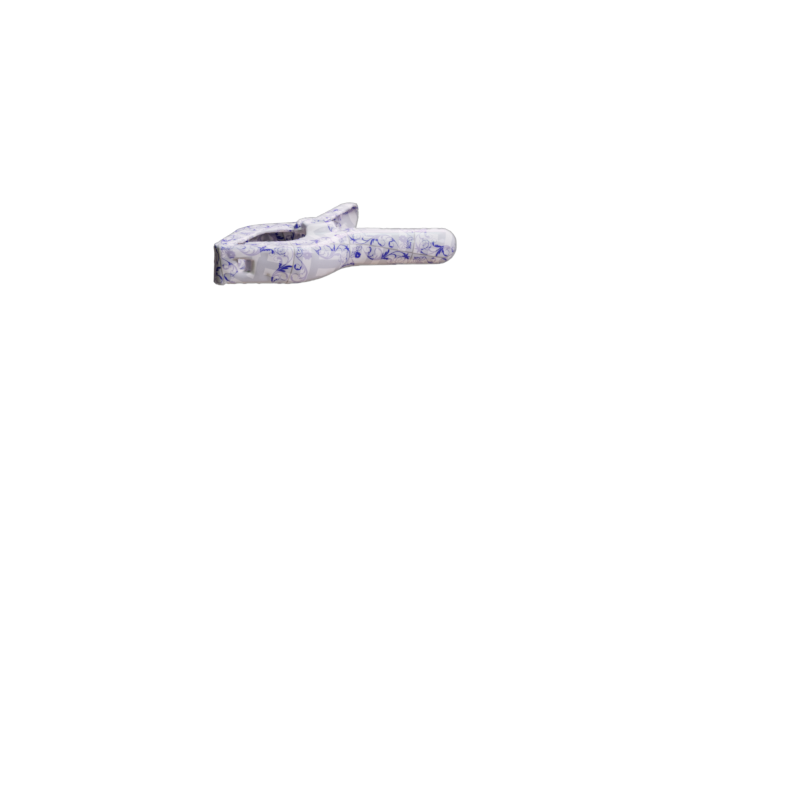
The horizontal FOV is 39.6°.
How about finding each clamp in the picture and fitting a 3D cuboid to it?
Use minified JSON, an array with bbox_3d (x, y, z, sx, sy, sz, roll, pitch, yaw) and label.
[{"bbox_3d":[-0.061,-0.111,0.775,0.167,0.038,0.127,-9,18,-30],"label":"clamp"}]
